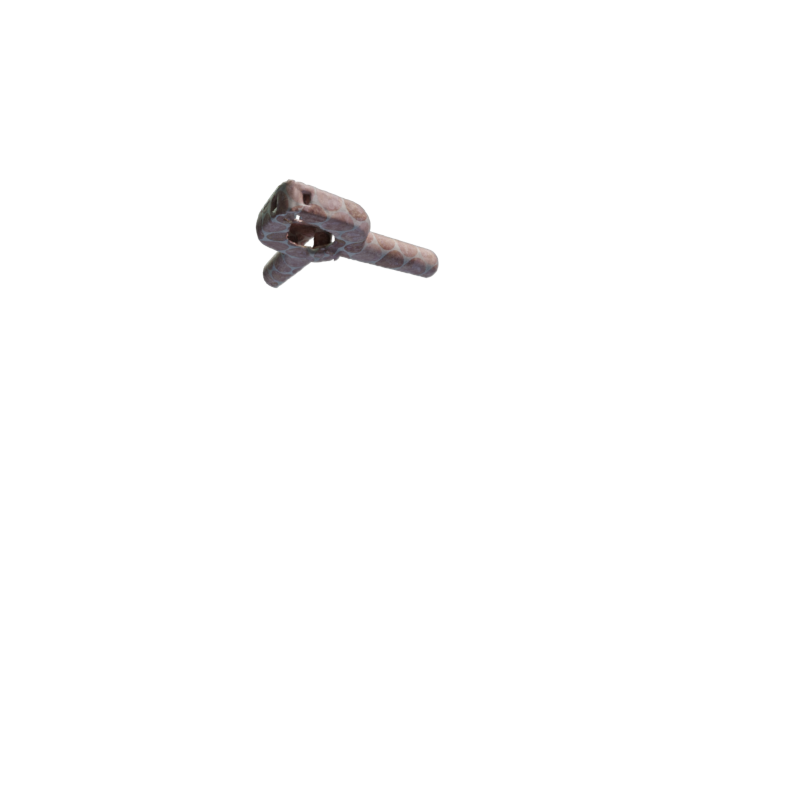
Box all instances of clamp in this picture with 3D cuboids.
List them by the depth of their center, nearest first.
[{"bbox_3d":[-0.074,-0.135,0.946,0.168,0.038,0.198,-5,-13,21],"label":"clamp"}]
